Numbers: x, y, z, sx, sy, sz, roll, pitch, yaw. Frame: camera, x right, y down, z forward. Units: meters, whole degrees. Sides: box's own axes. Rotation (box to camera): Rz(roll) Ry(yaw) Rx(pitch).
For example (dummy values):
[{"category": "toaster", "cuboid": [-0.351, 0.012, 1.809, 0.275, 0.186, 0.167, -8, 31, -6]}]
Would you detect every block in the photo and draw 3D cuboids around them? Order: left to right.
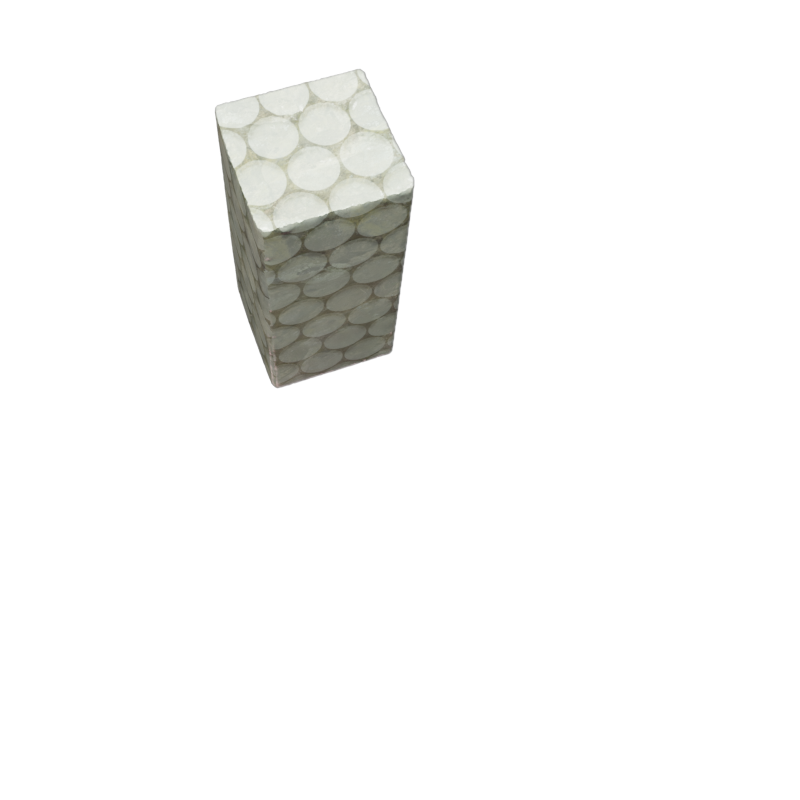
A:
[{"category": "block", "cuboid": [-0.054, -0.098, 0.690, 0.090, 0.096, 0.195, -17, -23, -11]}]
